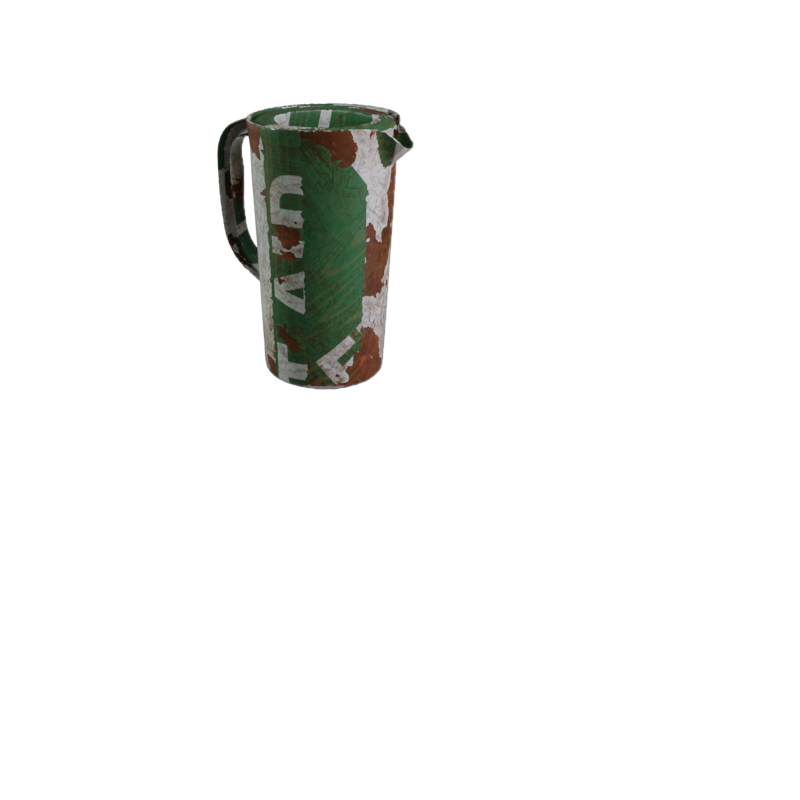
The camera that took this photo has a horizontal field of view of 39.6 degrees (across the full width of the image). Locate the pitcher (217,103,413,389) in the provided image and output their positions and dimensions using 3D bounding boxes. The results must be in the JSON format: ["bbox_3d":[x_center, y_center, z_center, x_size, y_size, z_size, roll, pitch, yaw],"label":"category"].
[{"bbox_3d":[-0.077,-0.141,0.988,0.142,0.233,0.158,-6,20,-18],"label":"pitcher"}]
